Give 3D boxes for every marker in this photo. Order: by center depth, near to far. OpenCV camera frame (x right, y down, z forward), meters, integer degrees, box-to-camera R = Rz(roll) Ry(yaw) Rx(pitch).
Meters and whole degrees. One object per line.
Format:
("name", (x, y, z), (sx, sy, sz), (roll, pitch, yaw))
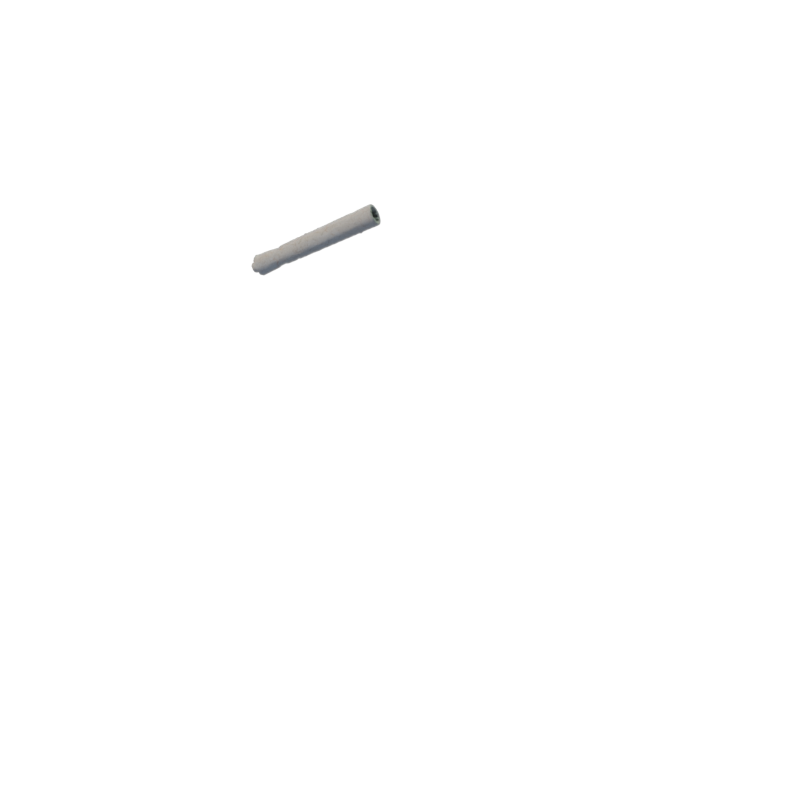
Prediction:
("marker", (-0.073, -0.133, 0.932), (0.122, 0.020, 0.019), (-20, -4, 23))
